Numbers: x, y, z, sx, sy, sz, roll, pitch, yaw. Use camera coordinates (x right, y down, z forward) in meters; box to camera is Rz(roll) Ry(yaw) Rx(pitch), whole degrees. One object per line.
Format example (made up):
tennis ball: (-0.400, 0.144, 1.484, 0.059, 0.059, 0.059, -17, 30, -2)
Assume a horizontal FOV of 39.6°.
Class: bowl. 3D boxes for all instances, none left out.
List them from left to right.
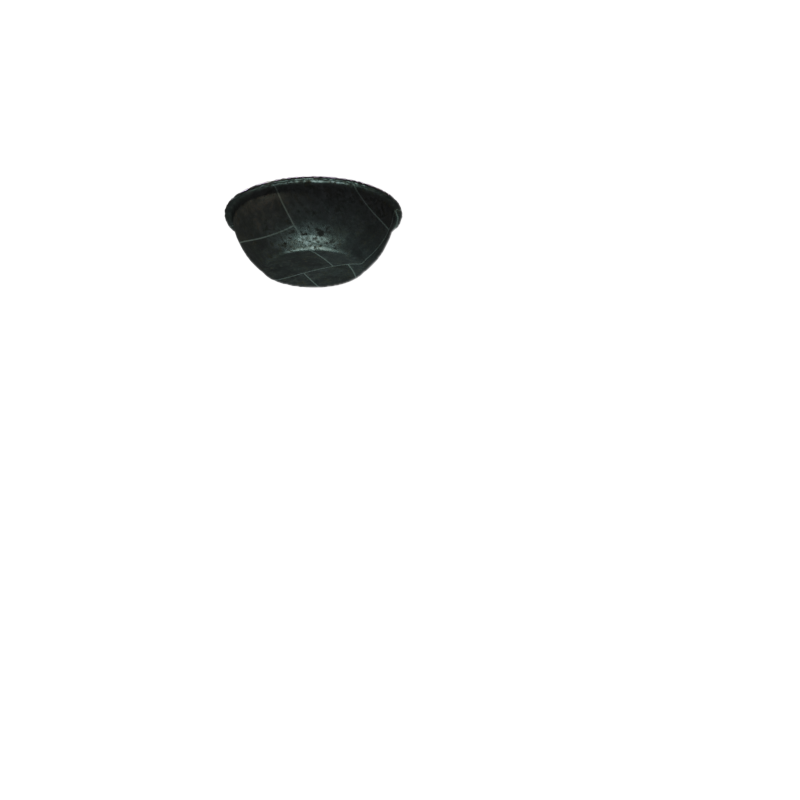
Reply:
bowl: (-0.078, -0.142, 0.998, 0.162, 0.058, 0.155, 0, -17, -2)
